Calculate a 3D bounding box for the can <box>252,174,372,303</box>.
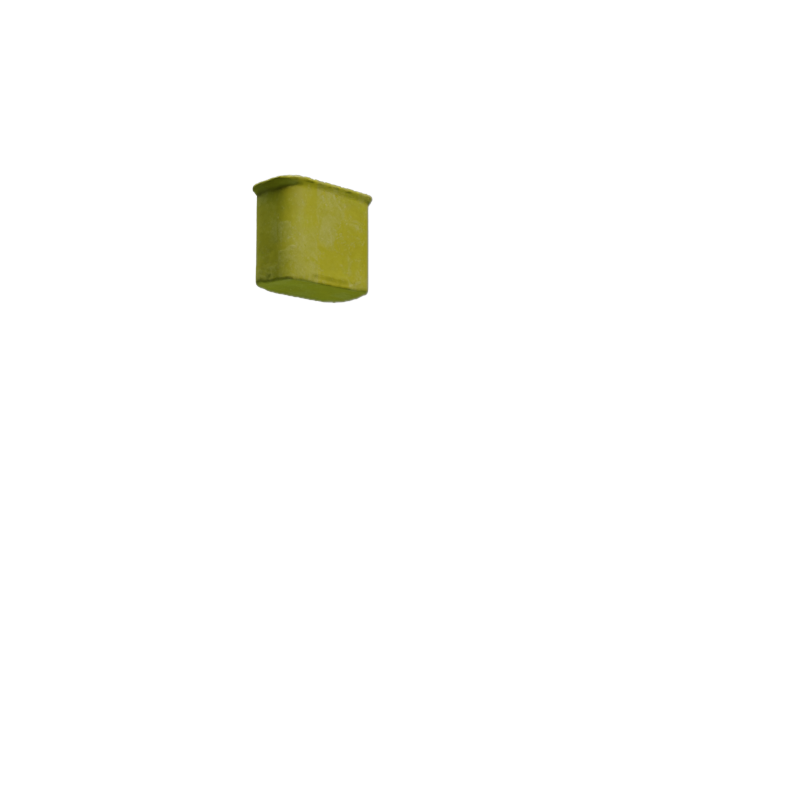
[{"bbox_3d":[-0.070,-0.128,0.897,0.097,0.086,0.059,9,-15,-44],"label":"can"}]
